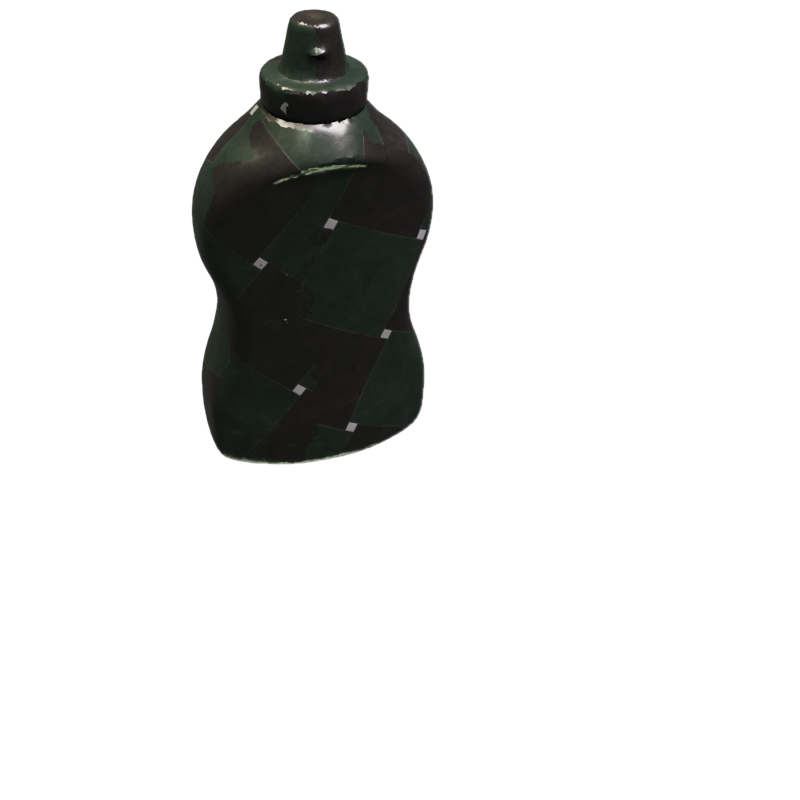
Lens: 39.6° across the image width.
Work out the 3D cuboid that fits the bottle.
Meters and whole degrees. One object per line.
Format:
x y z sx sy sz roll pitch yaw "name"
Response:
-0.035 -0.064 0.450 0.095 0.180 0.063 -7 35 -14 "bottle"
